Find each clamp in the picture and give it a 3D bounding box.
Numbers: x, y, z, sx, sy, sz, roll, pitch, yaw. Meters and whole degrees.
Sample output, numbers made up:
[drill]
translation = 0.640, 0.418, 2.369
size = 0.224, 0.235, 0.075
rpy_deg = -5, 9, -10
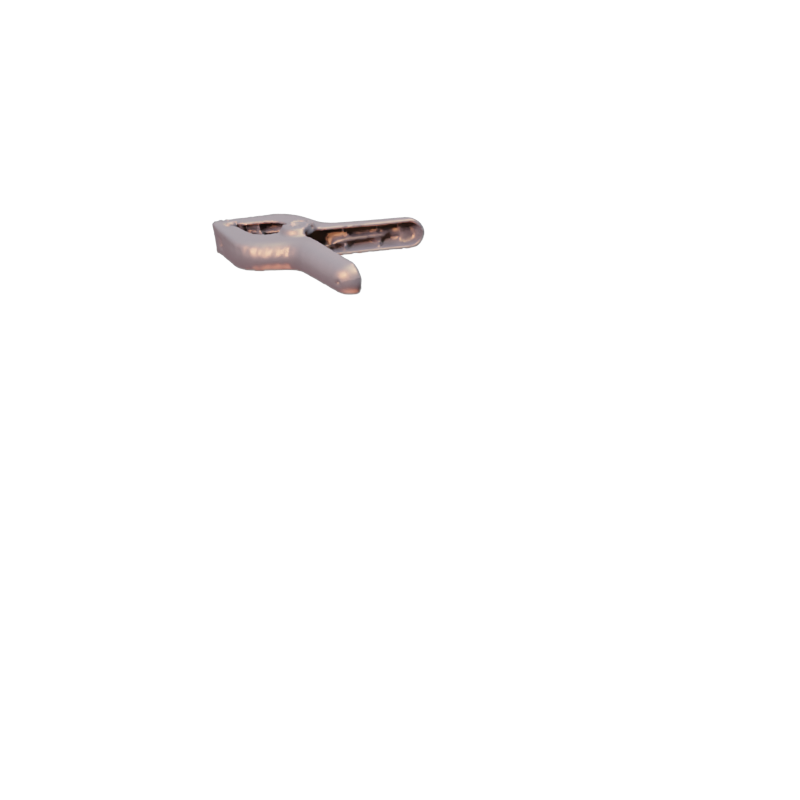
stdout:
[clamp]
translation = -0.070, -0.127, 0.888
size = 0.181, 0.037, 0.119
rpy_deg = 17, 29, 34
